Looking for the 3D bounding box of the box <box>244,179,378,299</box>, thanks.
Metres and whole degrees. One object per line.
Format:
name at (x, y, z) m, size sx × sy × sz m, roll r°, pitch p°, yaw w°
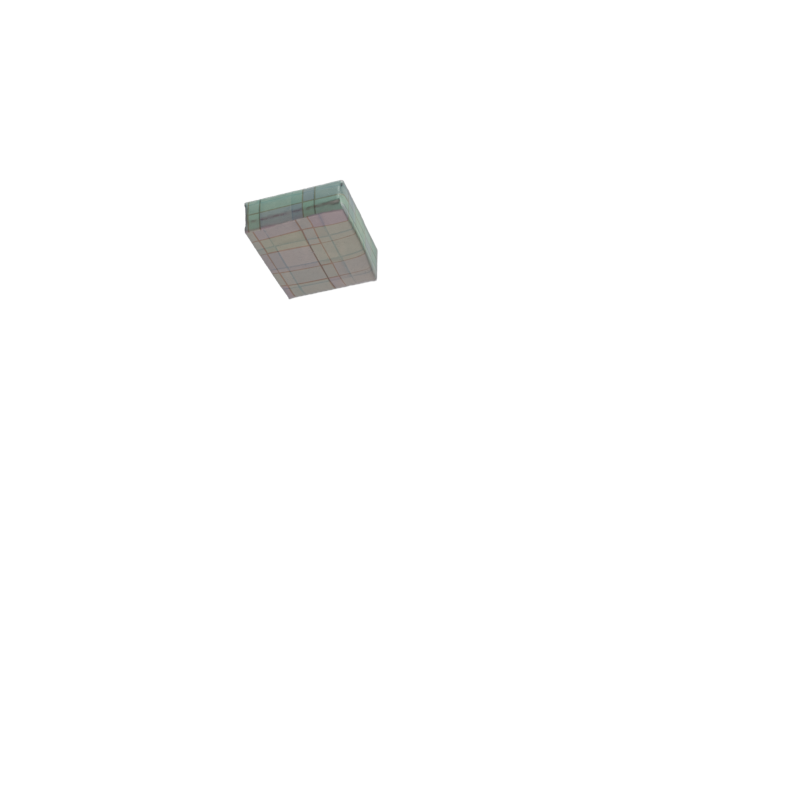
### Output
box at (-0.076, -0.139, 0.974) m, size 0.091 × 0.042 × 0.105 m, roll -10°, pitch -34°, yaw 14°
